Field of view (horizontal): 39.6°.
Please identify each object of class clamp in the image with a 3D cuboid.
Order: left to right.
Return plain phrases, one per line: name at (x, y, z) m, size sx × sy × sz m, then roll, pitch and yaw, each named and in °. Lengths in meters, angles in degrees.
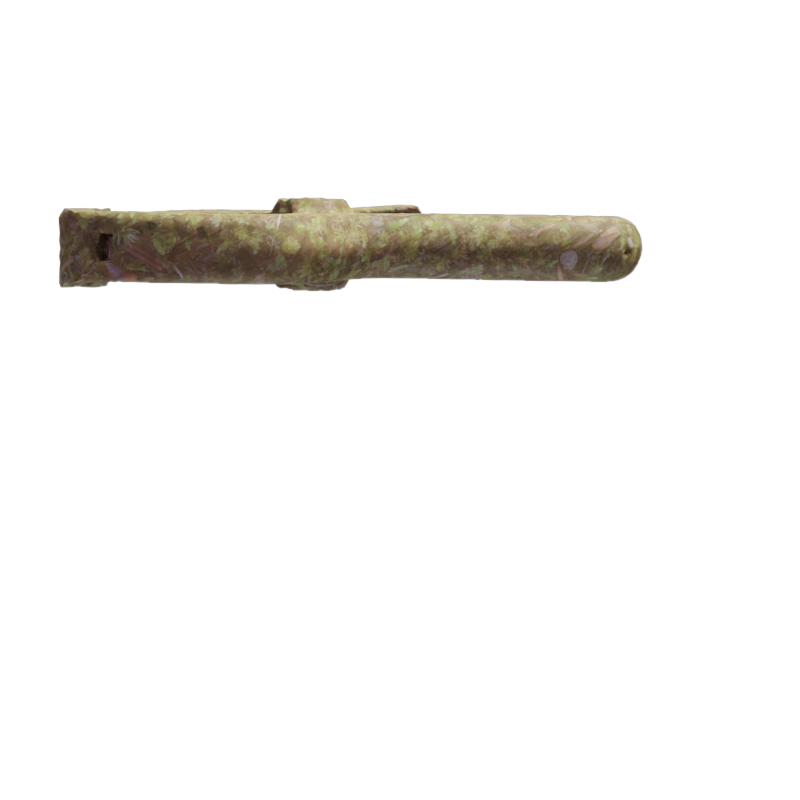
clamp at (-0.035, -0.065, 0.453) m, size 0.205 × 0.036 × 0.171 m, roll -4°, pitch 11°, yaw -22°
